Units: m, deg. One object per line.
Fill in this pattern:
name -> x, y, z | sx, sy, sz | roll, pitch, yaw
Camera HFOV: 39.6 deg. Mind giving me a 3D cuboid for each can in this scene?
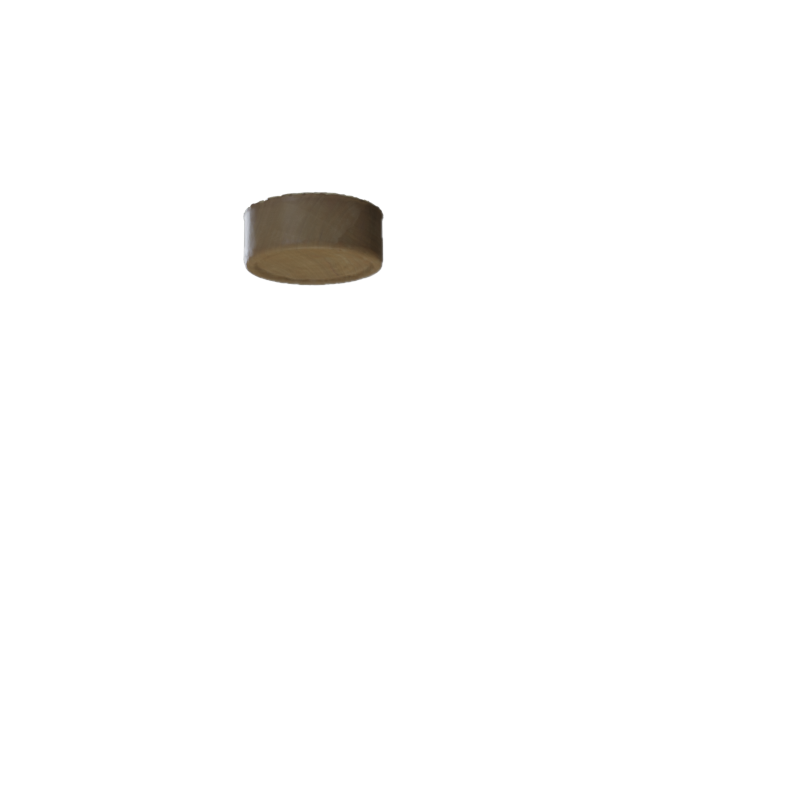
can -> -0.053, -0.096, 0.673 | 0.086, 0.035, 0.083 | 0, -11, -2
